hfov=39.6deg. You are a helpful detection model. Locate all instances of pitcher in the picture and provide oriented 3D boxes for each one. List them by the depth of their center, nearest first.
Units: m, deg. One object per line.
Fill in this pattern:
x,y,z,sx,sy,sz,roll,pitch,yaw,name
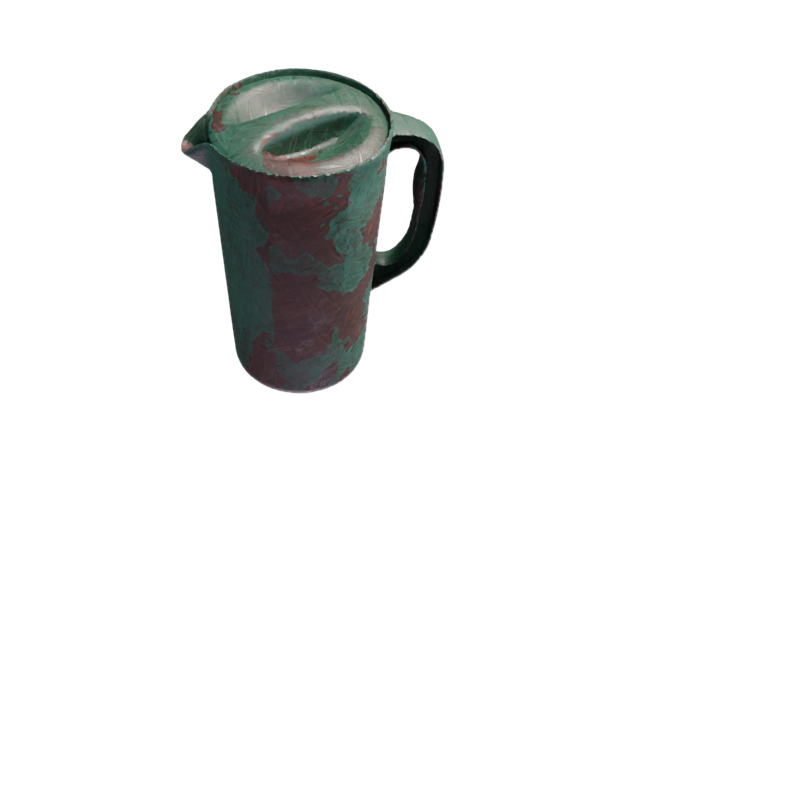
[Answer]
-0.067,-0.122,0.852,0.157,0.226,0.147,30,51,24,pitcher
